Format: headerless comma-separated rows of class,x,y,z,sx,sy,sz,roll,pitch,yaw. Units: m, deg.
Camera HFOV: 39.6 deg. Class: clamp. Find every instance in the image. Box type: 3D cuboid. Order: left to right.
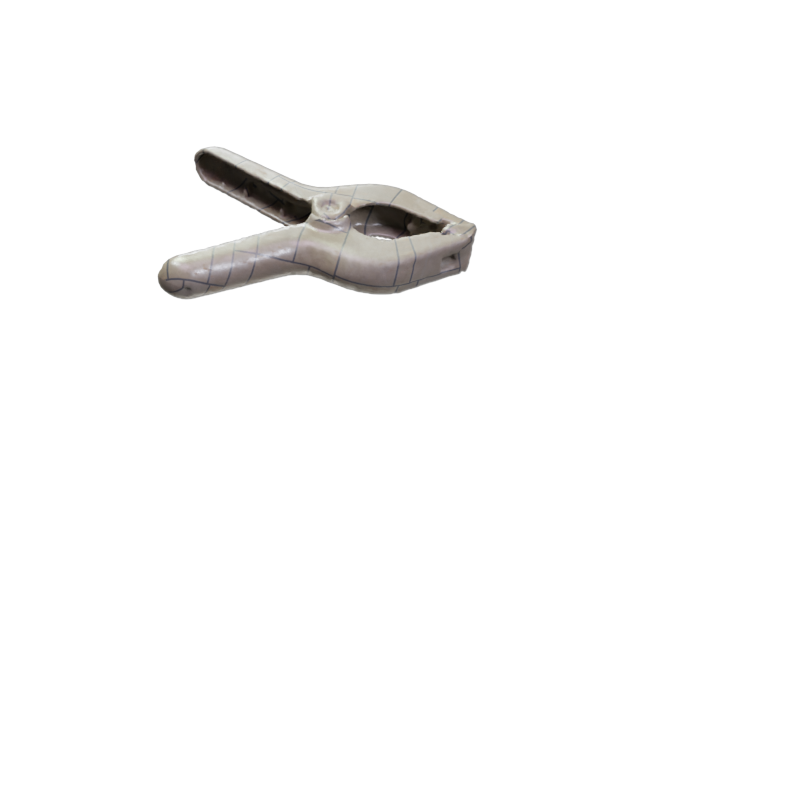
clamp,-0.048,-0.087,0.608,0.174,0.127,0.036,10,-41,9
